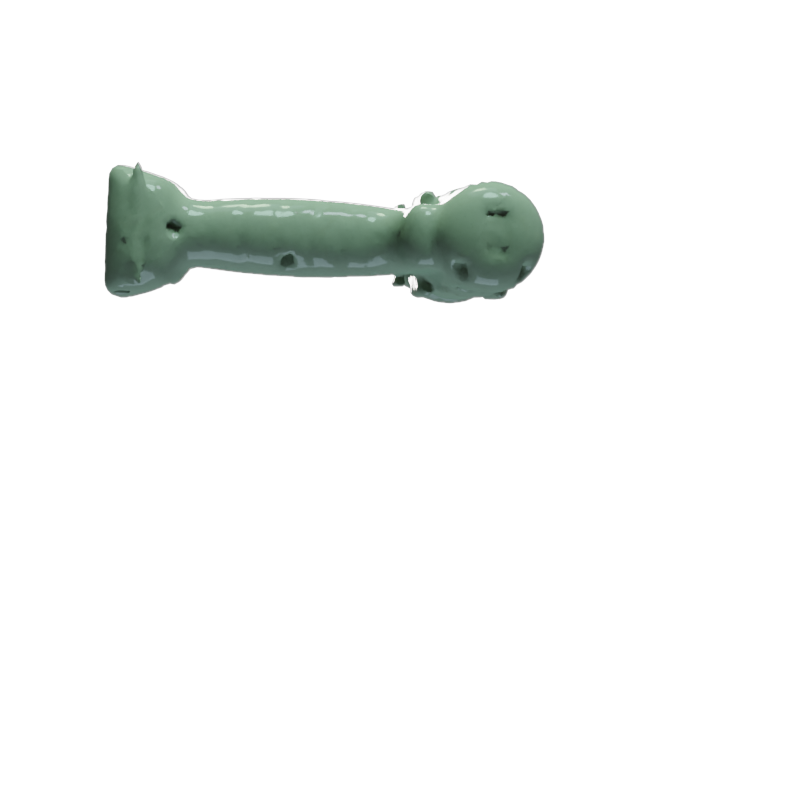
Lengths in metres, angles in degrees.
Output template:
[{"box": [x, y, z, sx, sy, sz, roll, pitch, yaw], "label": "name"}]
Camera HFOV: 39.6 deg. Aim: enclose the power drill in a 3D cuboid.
[{"box": [-0.041, -0.075, 0.528, 0.186, 0.058, 0.185, 0, 2, -7], "label": "power drill"}]
